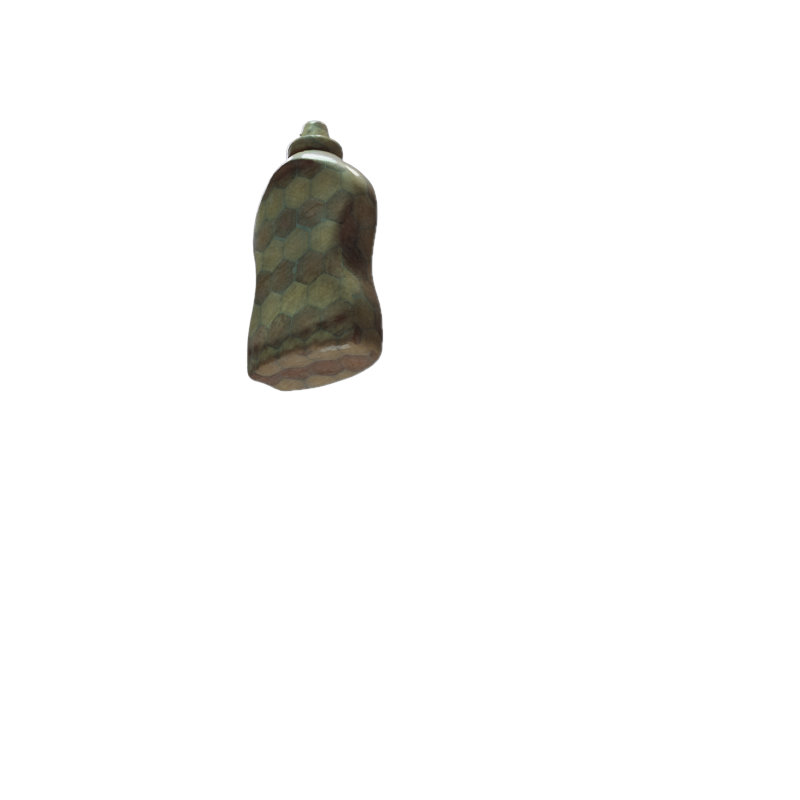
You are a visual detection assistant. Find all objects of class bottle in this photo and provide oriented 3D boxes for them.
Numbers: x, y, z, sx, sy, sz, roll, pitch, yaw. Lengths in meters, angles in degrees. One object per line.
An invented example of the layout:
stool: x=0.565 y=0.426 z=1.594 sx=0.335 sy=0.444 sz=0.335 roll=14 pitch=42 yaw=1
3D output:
bottle: x=-0.059 y=-0.108 z=0.760 sx=0.097 sy=0.203 sz=0.055 roll=-22 pitch=-33 yaw=35
